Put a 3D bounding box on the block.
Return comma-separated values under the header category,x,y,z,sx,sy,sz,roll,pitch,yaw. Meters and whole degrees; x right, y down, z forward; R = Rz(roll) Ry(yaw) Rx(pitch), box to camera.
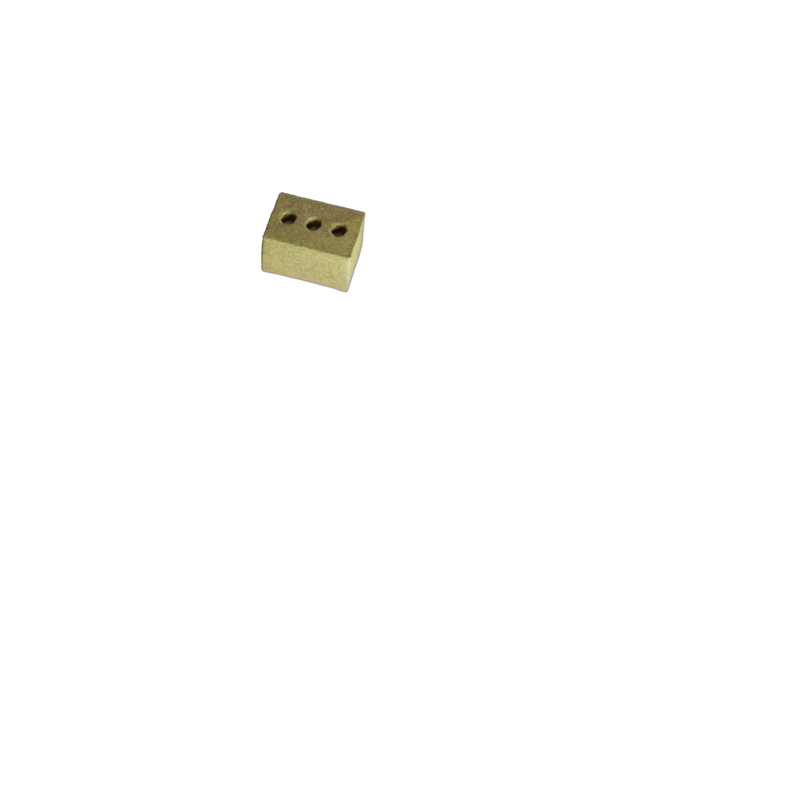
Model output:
category,x,y,z,sx,sy,sz,roll,pitch,yaw
block,-0.073,-0.133,0.935,0.079,0.055,0.048,14,-32,8
